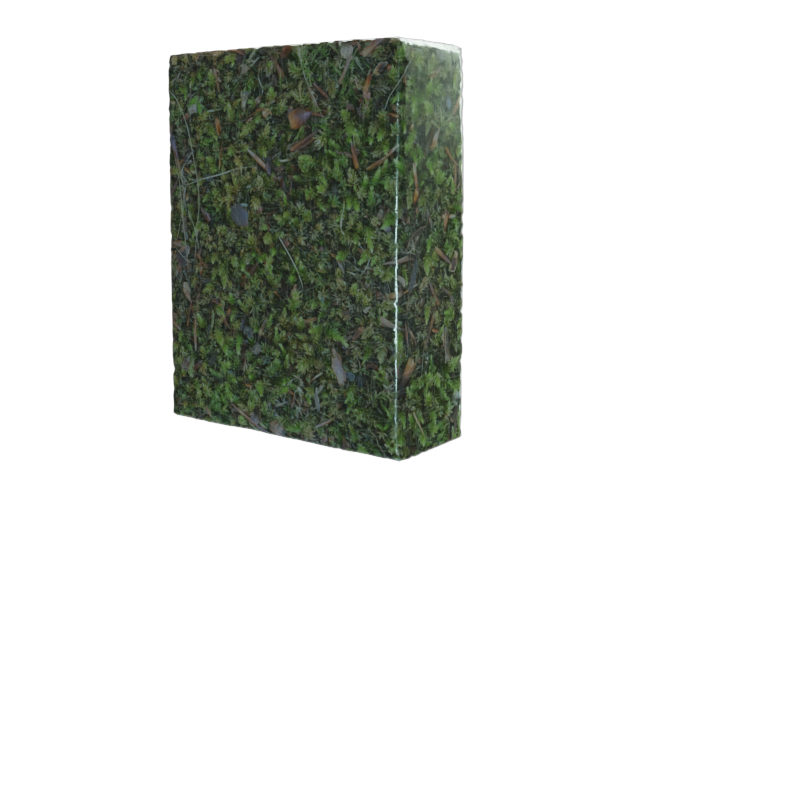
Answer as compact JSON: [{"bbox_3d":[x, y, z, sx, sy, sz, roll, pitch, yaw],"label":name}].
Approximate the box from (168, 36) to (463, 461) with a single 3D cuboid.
[{"bbox_3d":[-0.049,-0.089,0.622,0.171,0.211,0.070,6,8,36],"label":"box"}]
